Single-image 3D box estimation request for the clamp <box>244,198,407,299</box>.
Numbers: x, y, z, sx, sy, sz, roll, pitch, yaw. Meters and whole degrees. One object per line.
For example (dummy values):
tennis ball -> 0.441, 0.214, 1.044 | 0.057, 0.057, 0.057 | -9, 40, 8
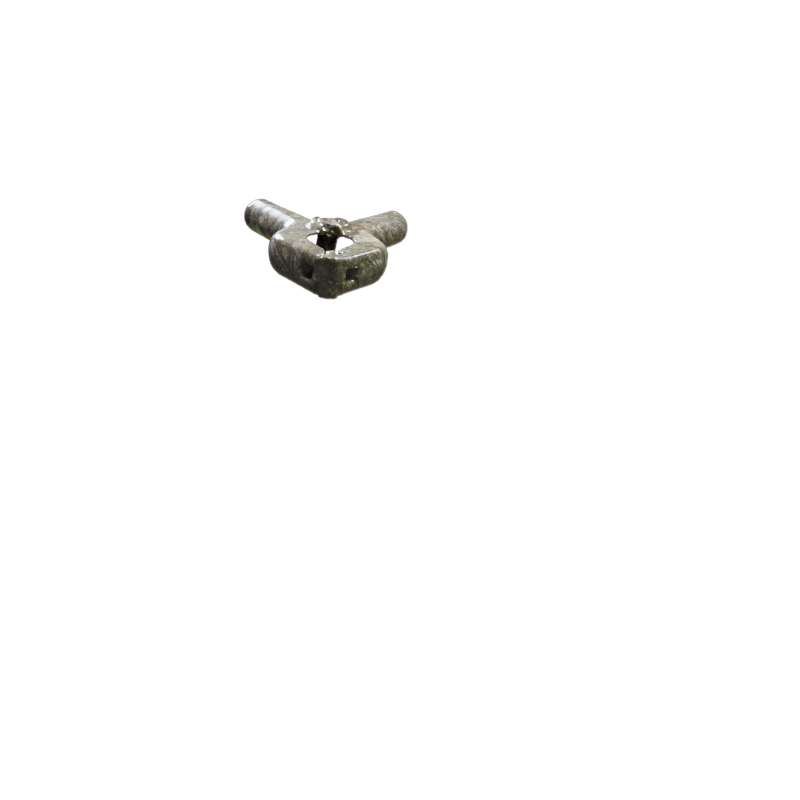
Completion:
clamp -> -0.060, -0.109, 0.760 | 0.121, 0.038, 0.176 | 2, 18, 5
